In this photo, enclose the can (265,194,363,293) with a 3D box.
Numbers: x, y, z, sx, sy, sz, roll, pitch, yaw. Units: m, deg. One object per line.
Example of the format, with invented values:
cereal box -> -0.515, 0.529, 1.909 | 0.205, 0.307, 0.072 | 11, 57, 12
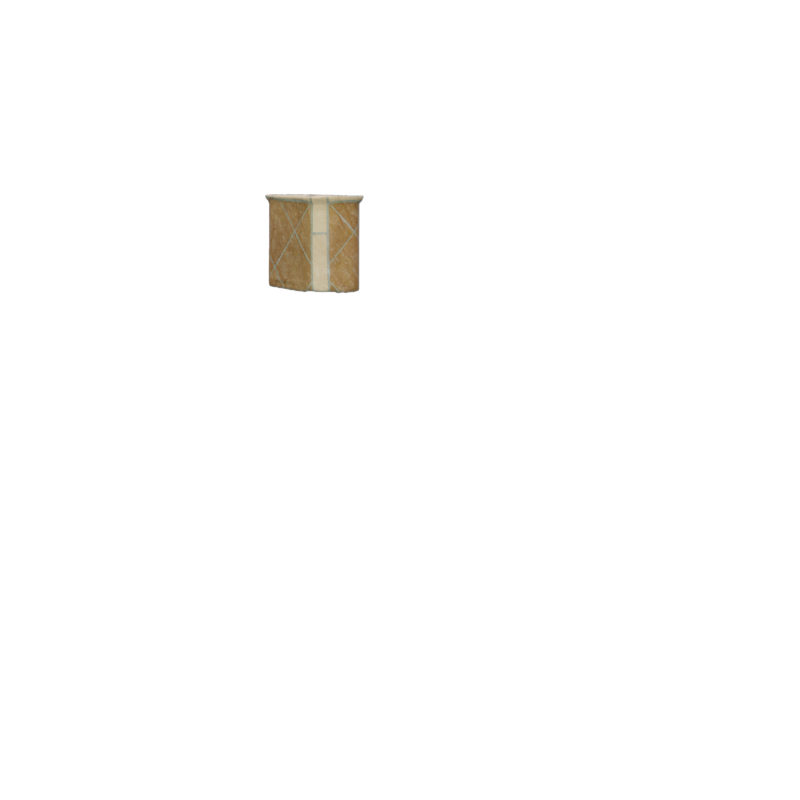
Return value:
can -> -0.077, -0.141, 0.986 | 0.056, 0.083, 0.107 | -4, 9, -34
